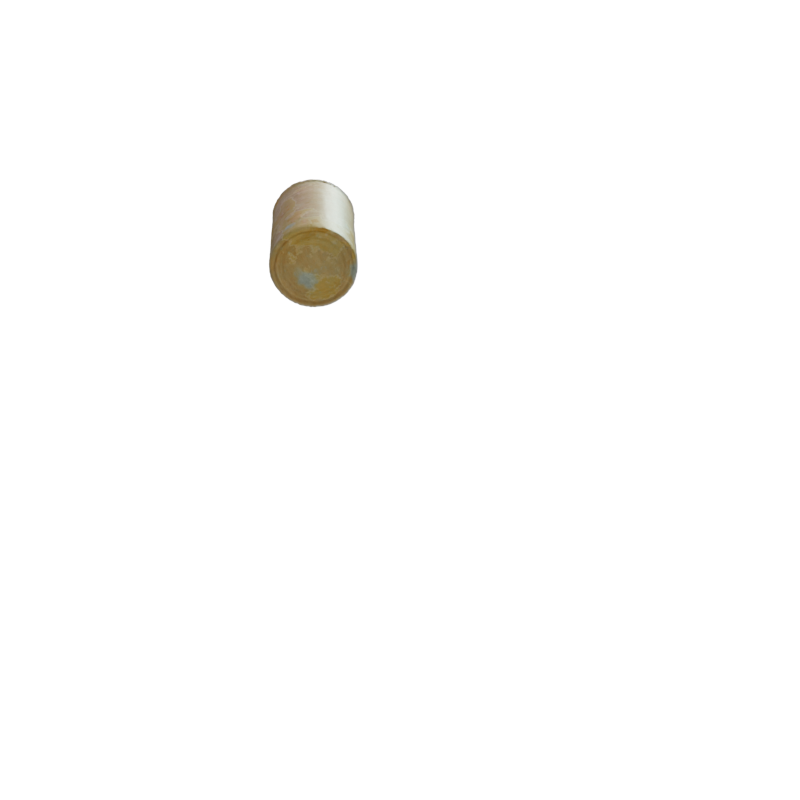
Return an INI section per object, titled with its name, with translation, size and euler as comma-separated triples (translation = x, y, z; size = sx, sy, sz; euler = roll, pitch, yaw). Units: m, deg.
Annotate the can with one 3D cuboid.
[can]
translation = -0.068, -0.124, 0.871
size = 0.068, 0.065, 0.108
euler = 0, 28, -3
